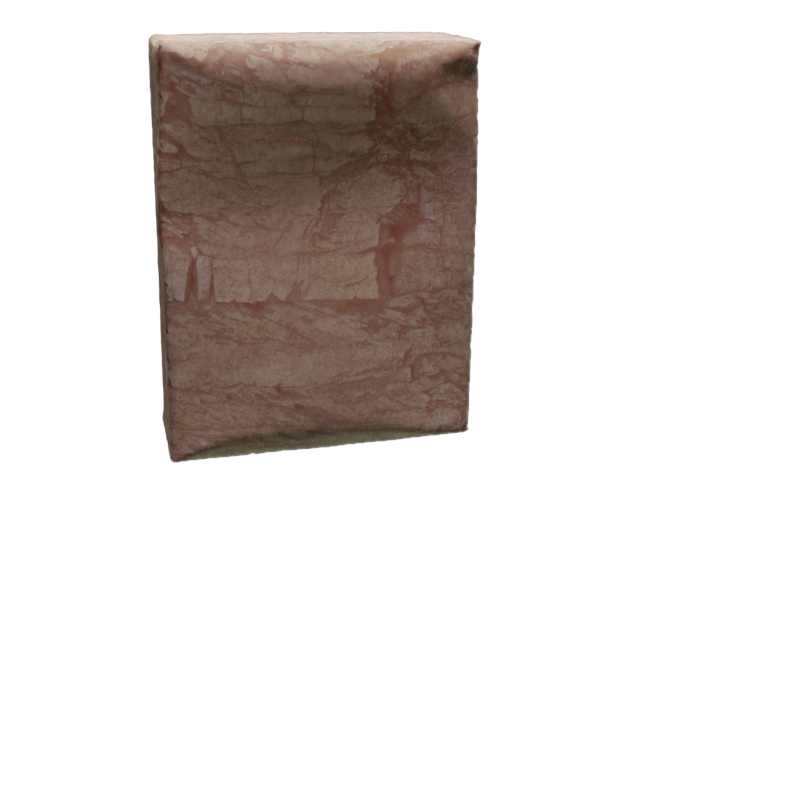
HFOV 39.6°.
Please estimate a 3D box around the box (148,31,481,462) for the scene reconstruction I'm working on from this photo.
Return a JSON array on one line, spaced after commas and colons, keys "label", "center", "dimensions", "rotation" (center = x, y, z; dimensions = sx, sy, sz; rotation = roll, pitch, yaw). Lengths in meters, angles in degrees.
[{"label": "box", "center": [-0.046, -0.083, 0.582], "dimensions": [0.162, 0.207, 0.075], "rotation": [-3, 15, -13]}]
